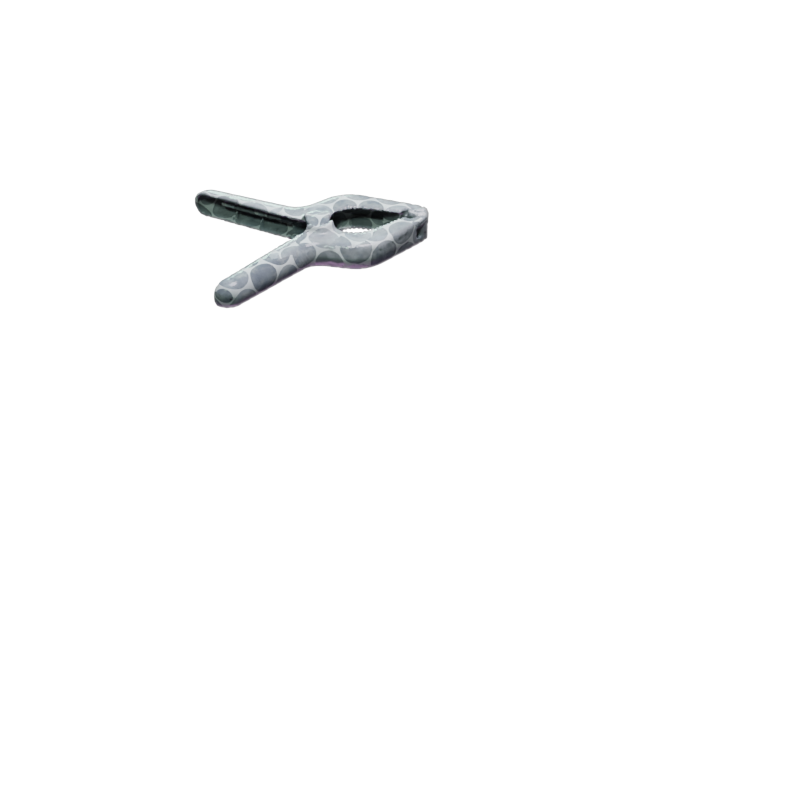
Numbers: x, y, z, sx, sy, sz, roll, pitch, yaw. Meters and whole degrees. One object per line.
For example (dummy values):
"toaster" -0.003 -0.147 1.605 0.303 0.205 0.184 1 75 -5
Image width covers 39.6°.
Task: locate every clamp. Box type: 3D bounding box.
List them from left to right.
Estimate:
"clamp" -0.076 -0.139 0.976 0.209 0.034 0.177 -4 40 -4
